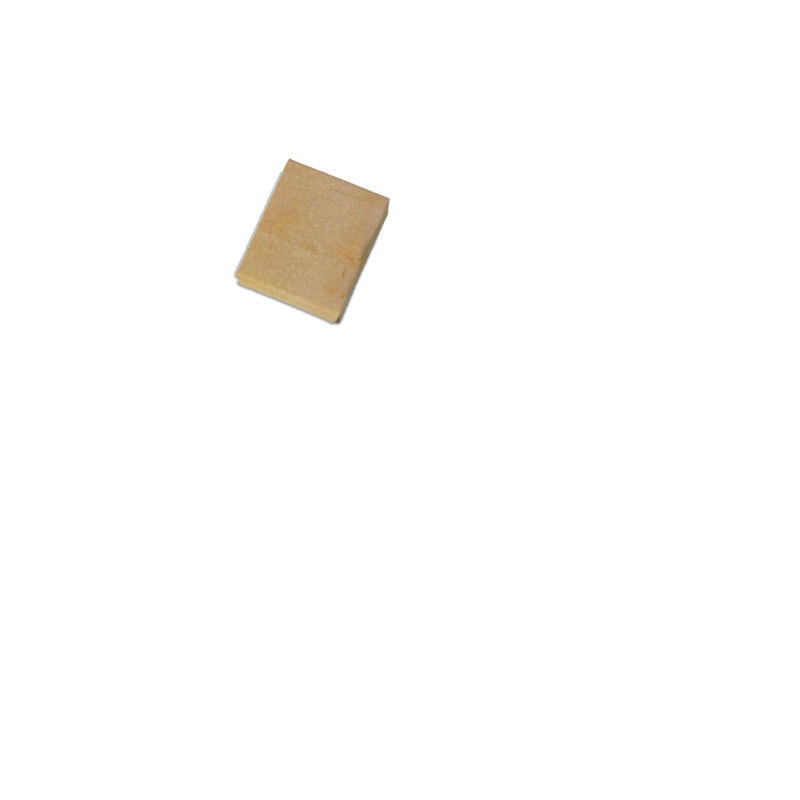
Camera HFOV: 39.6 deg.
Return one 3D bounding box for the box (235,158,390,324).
[{"bbox_3d":[-0.056,-0.103,0.721,0.074,0.092,0.029,21,-17,6],"label":"box"}]
